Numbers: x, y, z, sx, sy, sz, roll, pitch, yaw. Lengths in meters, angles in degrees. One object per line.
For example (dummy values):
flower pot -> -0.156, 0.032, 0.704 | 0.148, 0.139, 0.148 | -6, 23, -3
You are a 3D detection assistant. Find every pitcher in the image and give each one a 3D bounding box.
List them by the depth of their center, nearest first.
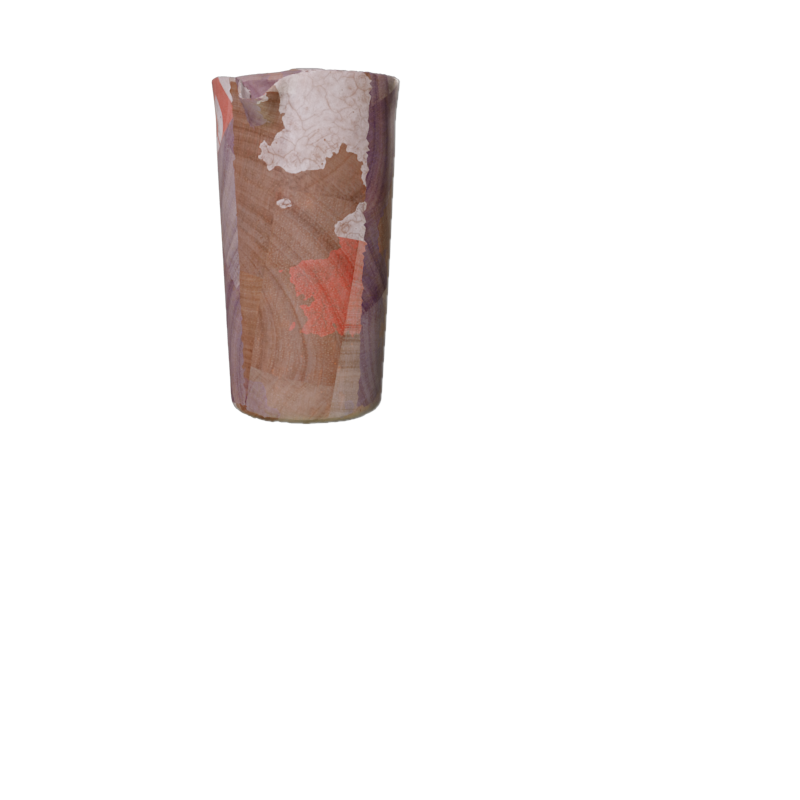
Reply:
pitcher -> -0.063, -0.114, 0.799 | 0.145, 0.241, 0.150 | -2, 5, -24
